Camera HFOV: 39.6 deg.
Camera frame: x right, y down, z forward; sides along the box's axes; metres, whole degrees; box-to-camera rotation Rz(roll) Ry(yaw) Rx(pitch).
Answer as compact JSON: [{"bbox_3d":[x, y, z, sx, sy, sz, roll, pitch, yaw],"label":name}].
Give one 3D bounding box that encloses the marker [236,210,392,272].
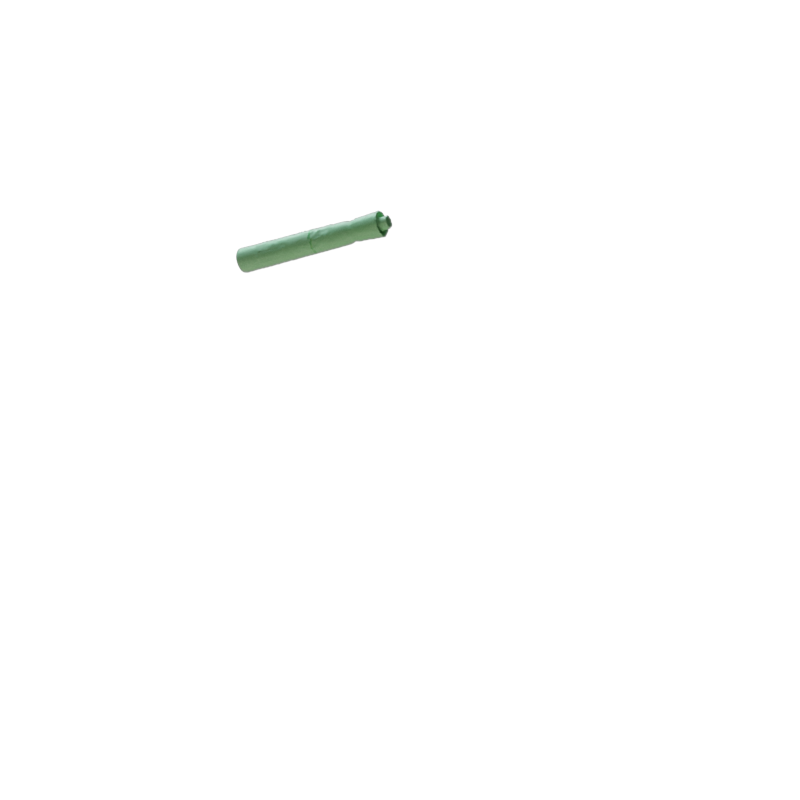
[{"bbox_3d":[-0.062,-0.112,0.787,0.123,0.020,0.019,-11,-1,27],"label":"marker"}]
